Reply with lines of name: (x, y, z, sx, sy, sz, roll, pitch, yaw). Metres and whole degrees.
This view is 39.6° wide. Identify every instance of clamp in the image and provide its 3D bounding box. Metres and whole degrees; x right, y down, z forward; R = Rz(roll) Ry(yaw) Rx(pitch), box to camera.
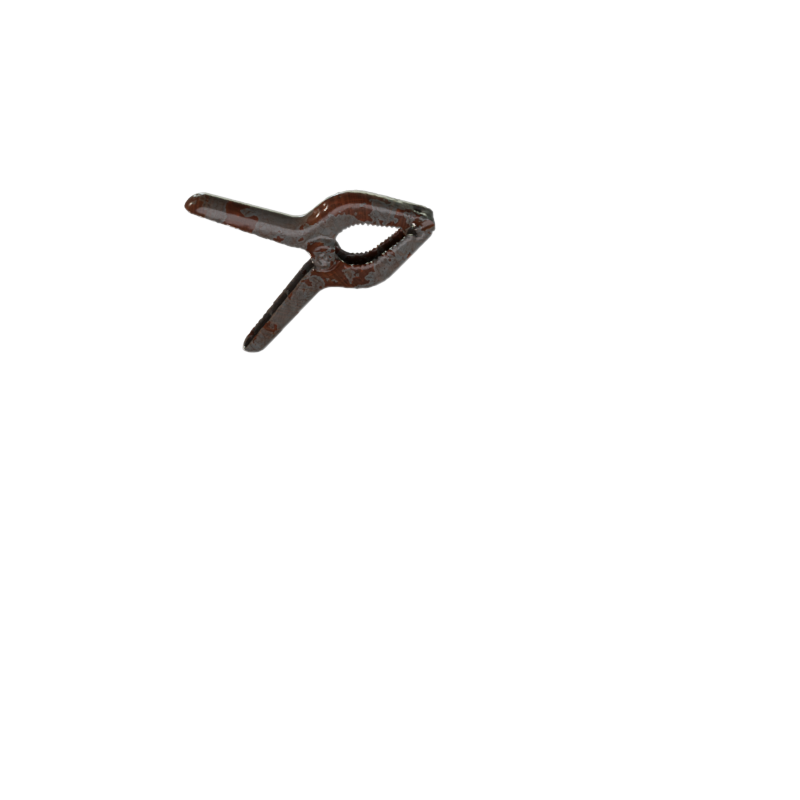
clamp: (-0.076, -0.138, 0.970, 0.211, 0.154, 0.039, -20, 29, 12)
